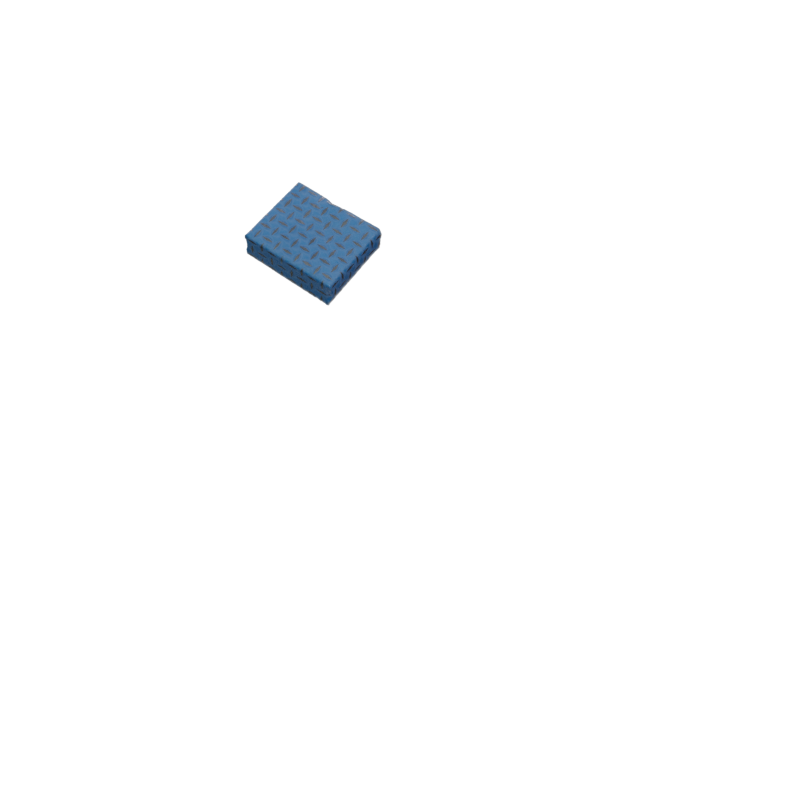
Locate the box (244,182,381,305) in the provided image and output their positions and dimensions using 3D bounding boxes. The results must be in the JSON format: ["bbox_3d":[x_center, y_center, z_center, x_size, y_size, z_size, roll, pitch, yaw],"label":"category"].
[{"bbox_3d":[-0.072,-0.131,0.921,0.093,0.075,0.028,32,-28,19],"label":"box"}]
